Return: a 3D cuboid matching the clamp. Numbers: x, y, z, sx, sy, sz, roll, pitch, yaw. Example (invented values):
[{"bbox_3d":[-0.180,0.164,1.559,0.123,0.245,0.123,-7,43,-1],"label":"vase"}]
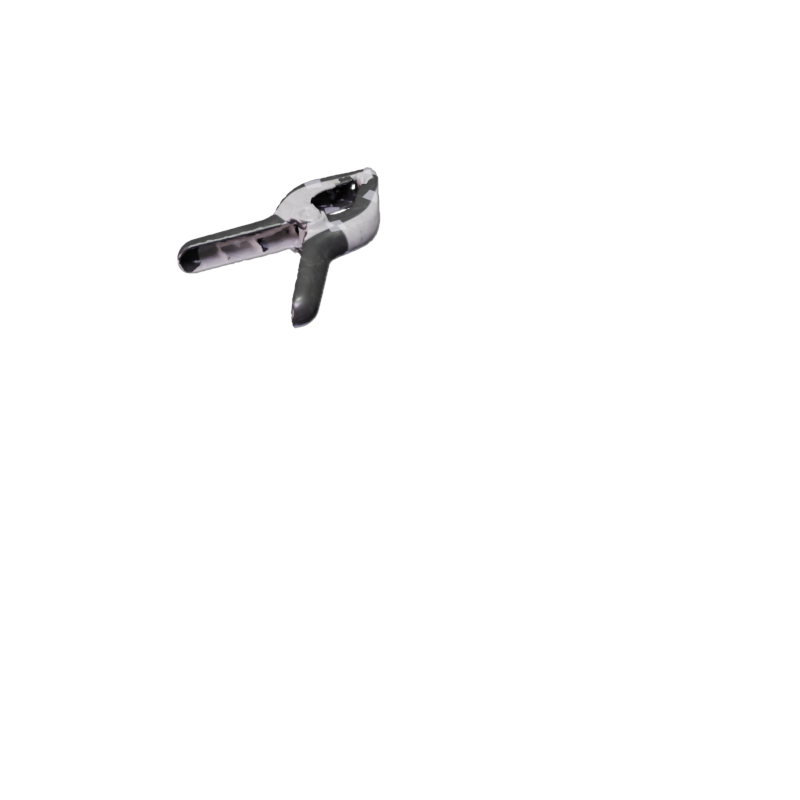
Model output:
[{"bbox_3d":[-0.064,-0.116,0.812,0.128,0.036,0.173,36,57,29],"label":"clamp"}]
